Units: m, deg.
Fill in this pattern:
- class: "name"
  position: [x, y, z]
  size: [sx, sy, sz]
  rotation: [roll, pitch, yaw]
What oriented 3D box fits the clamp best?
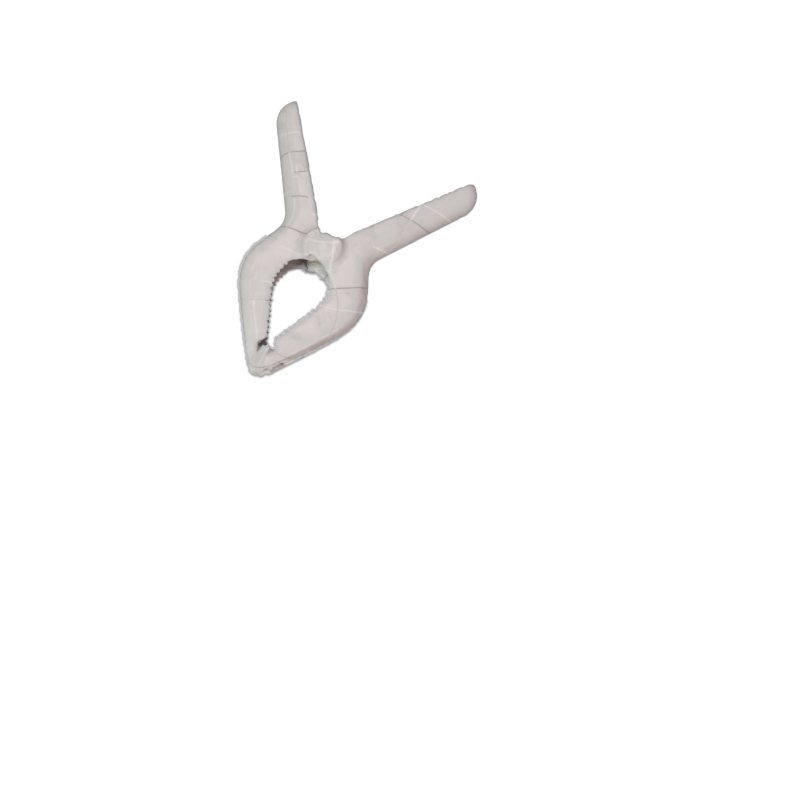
- class: "clamp"
  position: [-0.064, -0.116, 0.813]
  size: [0.169, 0.214, 0.035]
  rotation: [31, -19, 12]
